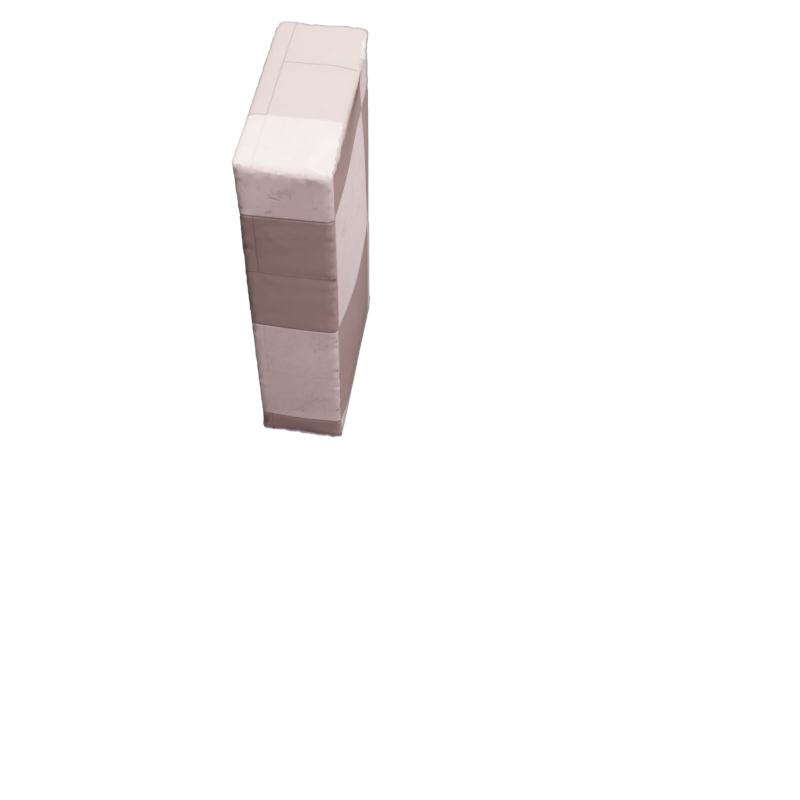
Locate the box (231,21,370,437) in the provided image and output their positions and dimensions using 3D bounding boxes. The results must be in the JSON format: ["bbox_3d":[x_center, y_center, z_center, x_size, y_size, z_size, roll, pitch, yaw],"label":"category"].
[{"bbox_3d":[-0.039,-0.071,0.501,0.048,0.099,0.164,8,-38,2],"label":"box"}]
